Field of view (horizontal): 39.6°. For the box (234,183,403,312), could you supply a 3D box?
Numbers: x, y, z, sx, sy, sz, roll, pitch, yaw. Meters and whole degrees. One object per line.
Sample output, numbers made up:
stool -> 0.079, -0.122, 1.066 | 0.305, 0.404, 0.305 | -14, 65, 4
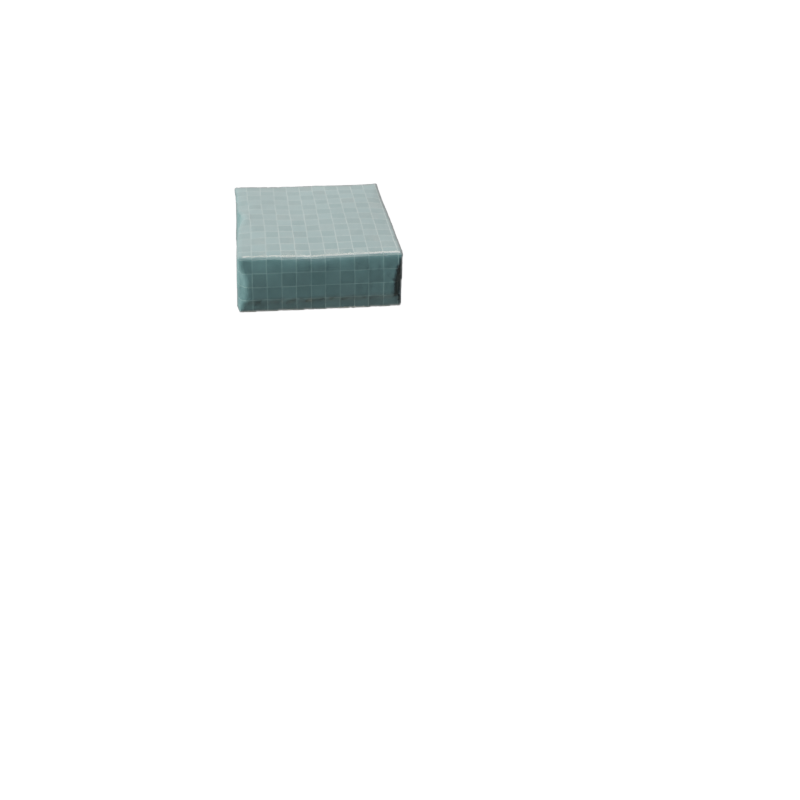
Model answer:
box -> -0.041, -0.075, 0.523 | 0.073, 0.028, 0.095 | -3, 30, -6
